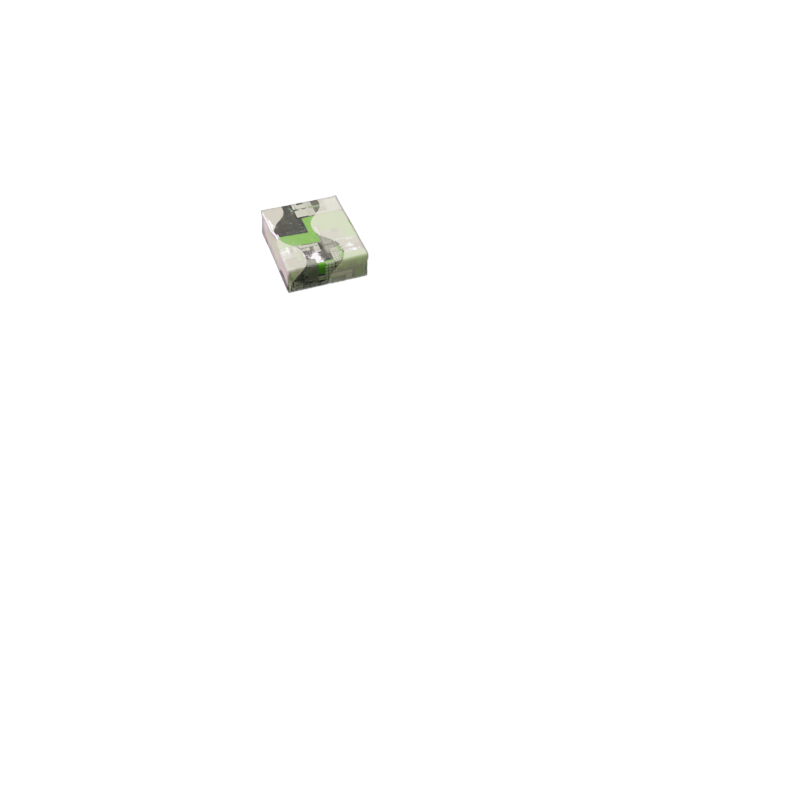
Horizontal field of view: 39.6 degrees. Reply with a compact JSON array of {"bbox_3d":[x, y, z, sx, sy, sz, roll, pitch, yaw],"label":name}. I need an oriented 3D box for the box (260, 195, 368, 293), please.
[{"bbox_3d":[-0.077,-0.140,0.979,0.072,0.028,0.097,-13,47,-14],"label":"box"}]
